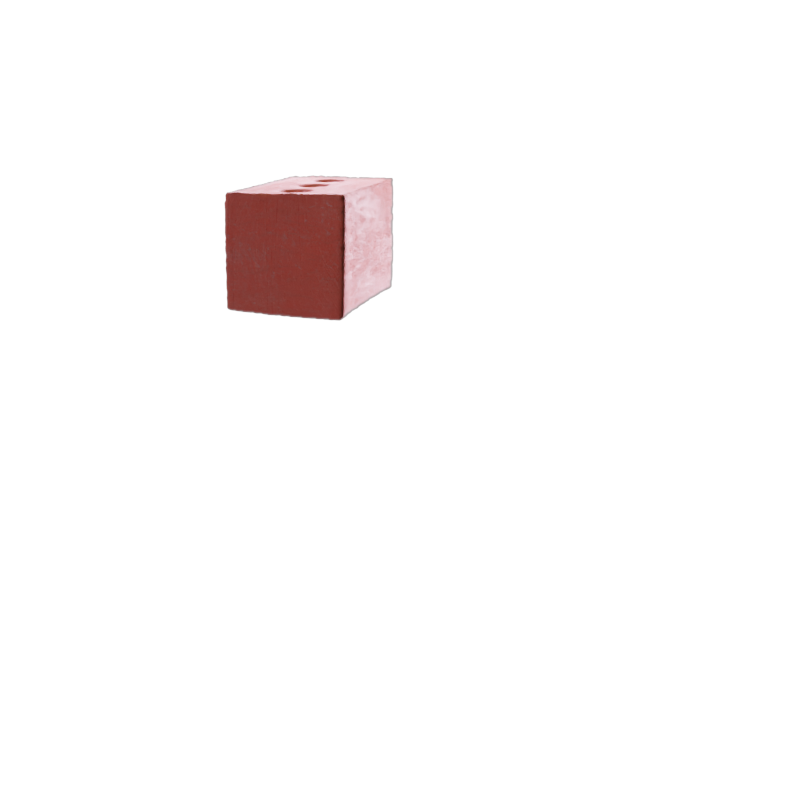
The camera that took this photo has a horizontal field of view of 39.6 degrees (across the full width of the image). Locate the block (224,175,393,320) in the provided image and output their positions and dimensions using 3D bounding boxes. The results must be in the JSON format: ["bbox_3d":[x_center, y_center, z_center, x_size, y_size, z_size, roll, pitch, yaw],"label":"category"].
[{"bbox_3d":[-0.038,-0.069,0.484,0.054,0.050,0.078,4,15,15],"label":"block"}]
